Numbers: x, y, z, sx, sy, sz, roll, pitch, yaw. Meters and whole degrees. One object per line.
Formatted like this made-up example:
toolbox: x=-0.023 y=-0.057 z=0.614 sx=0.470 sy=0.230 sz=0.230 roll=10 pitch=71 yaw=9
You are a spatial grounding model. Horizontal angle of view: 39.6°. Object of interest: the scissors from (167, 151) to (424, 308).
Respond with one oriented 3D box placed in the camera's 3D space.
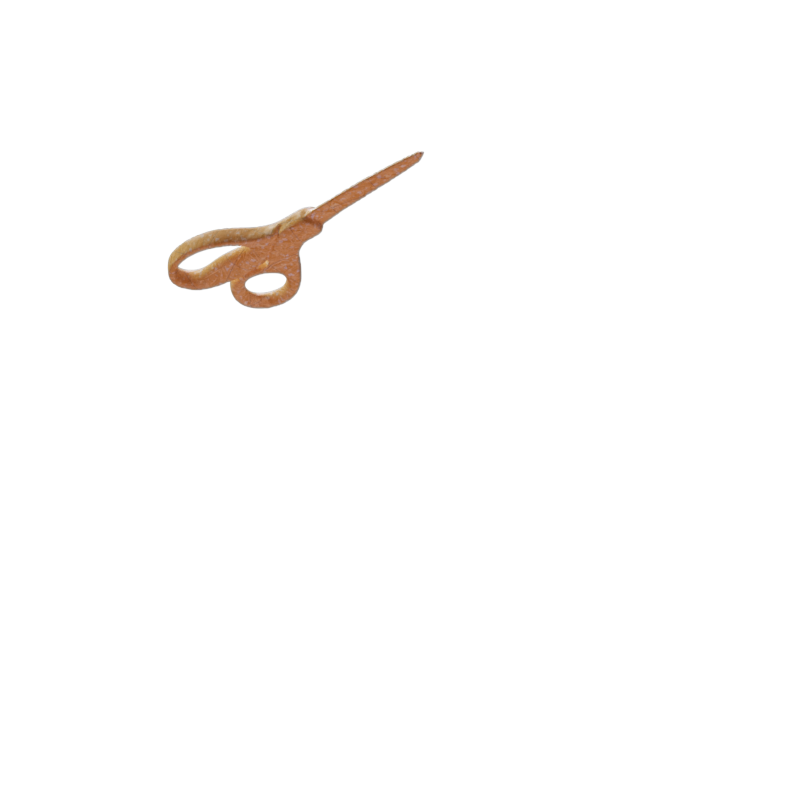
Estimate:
scissors: x=-0.055 y=-0.100 z=0.699 sx=0.204 sy=0.017 sz=0.089 roll=-14 pitch=-30 yaw=26
